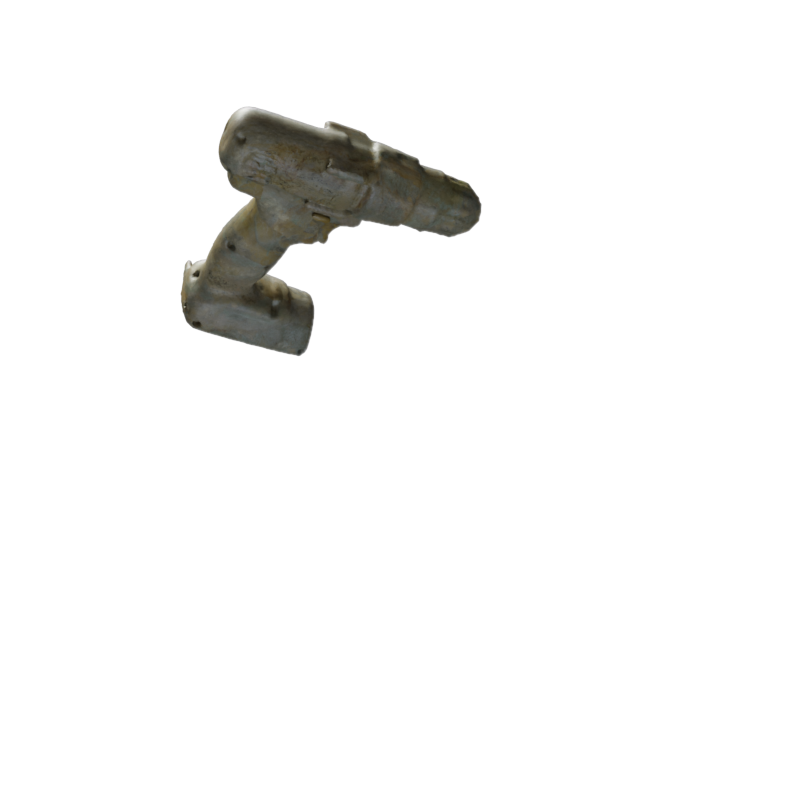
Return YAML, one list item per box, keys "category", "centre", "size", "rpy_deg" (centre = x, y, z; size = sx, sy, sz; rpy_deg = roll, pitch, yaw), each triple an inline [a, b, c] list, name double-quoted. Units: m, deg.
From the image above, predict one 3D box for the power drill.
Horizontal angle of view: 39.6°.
- category: "power drill"
  centre: [-0.061, -0.110, 0.774]
  size: [0.178, 0.062, 0.181]
  rpy_deg: [18, -46, -19]
